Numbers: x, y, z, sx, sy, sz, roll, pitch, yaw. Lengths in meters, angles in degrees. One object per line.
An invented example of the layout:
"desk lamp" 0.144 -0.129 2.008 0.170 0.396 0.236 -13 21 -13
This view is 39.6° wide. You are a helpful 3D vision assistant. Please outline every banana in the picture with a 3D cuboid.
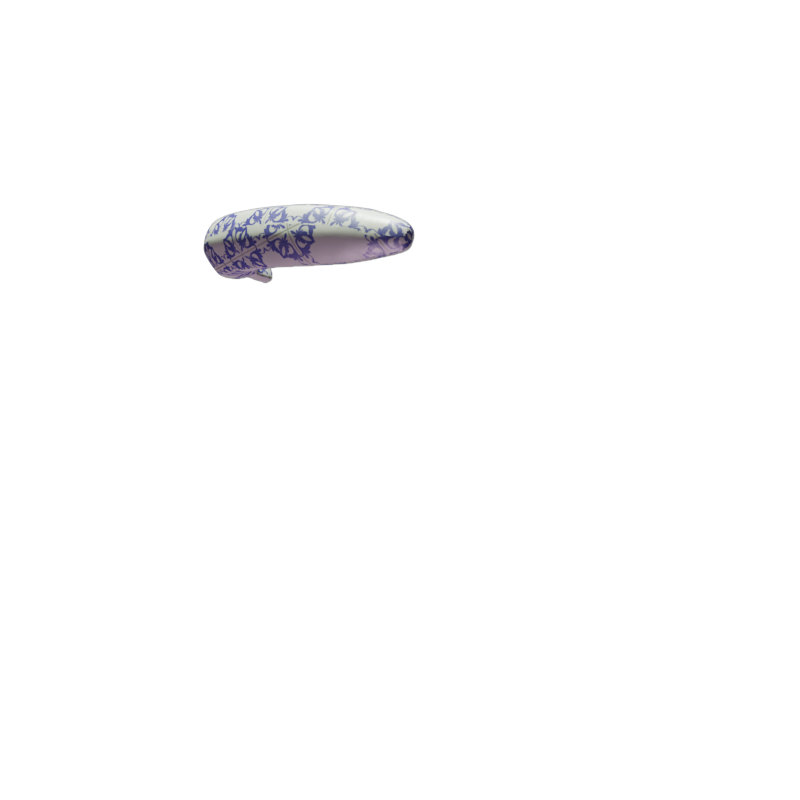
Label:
"banana" -0.069 -0.093 0.646 0.067 0.037 0.203 0 2 -29
